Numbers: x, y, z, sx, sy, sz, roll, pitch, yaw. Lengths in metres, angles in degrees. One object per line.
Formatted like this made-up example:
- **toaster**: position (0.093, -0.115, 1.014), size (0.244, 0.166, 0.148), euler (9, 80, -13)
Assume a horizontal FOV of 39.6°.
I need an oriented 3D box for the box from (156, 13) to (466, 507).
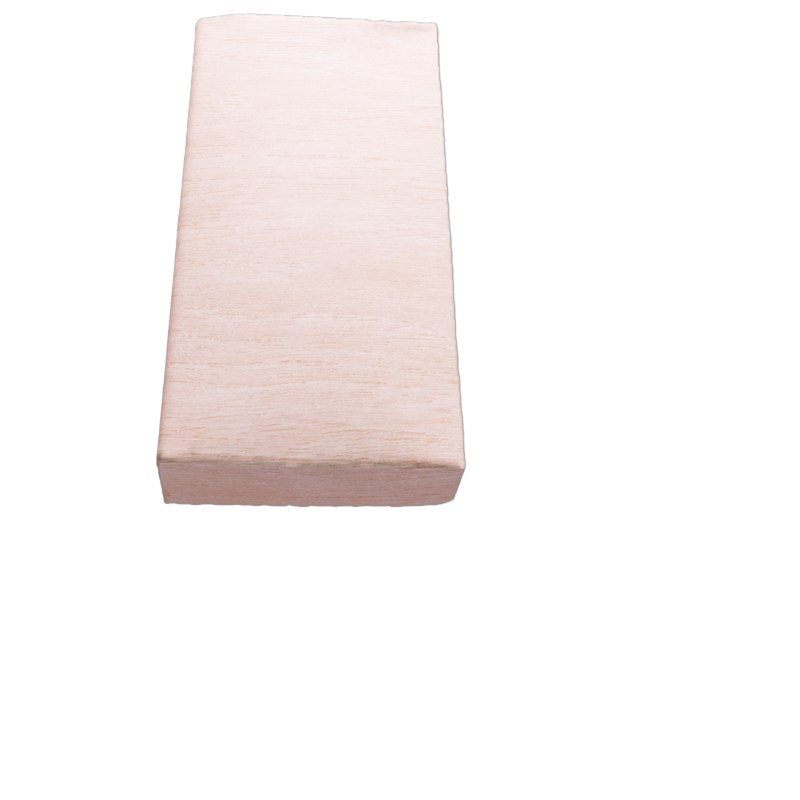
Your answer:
- **box**: position (-0.030, -0.054, 0.380), size (0.093, 0.187, 0.045), euler (0, -27, -4)
